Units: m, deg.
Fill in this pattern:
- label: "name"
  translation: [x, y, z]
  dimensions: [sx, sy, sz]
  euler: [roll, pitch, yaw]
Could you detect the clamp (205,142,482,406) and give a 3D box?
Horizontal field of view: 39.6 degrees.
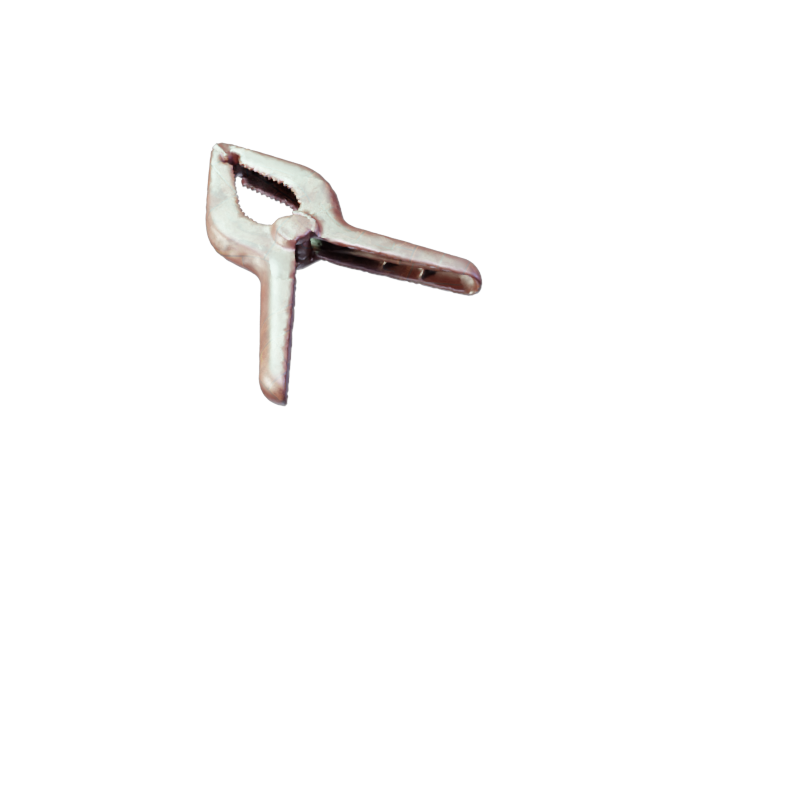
- label: "clamp"
  translation: [-0.058, -0.107, 0.747]
  dimensions: [0.163, 0.226, 0.034]
  euler: [-23, -34, -17]
